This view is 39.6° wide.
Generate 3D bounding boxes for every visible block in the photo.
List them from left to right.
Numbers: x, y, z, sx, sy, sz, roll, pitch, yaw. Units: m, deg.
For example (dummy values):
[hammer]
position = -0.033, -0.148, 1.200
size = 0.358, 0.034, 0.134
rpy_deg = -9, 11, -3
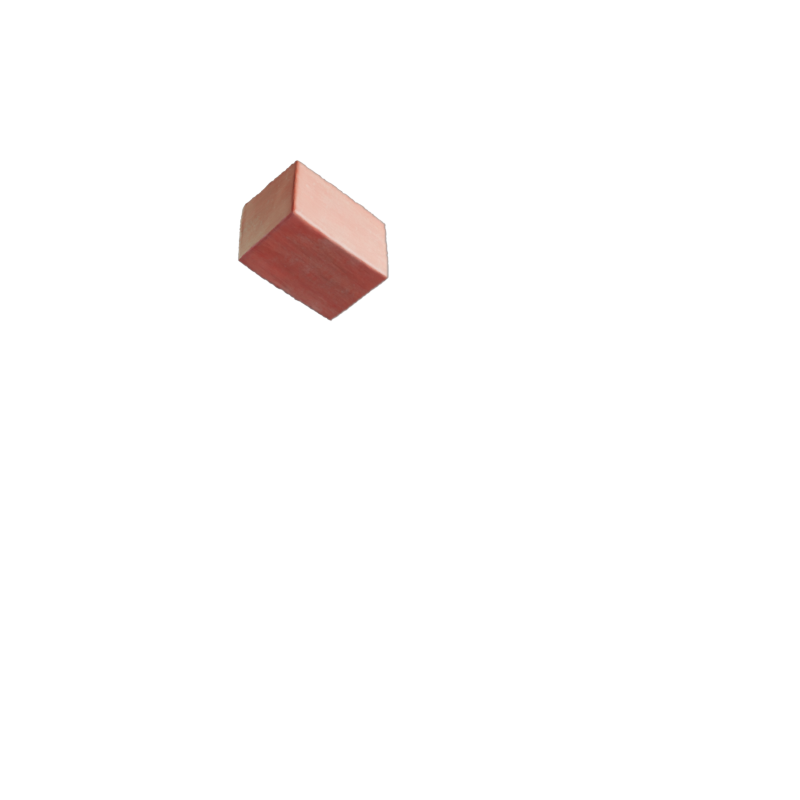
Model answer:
[block]
position = -0.052, -0.096, 0.670
size = 0.073, 0.055, 0.052
rpy_deg = 33, -55, -30
